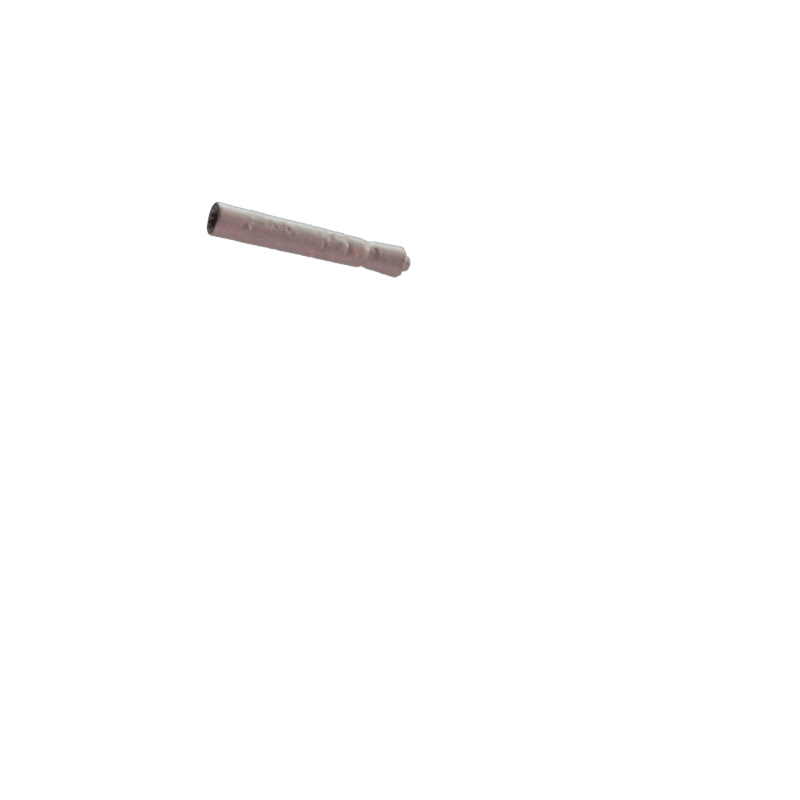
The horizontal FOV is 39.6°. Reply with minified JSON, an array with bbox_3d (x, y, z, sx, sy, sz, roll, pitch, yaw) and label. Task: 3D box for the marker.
[{"bbox_3d":[-0.049,-0.089,0.621,0.116,0.020,0.020,10,-1,-23],"label":"marker"}]
